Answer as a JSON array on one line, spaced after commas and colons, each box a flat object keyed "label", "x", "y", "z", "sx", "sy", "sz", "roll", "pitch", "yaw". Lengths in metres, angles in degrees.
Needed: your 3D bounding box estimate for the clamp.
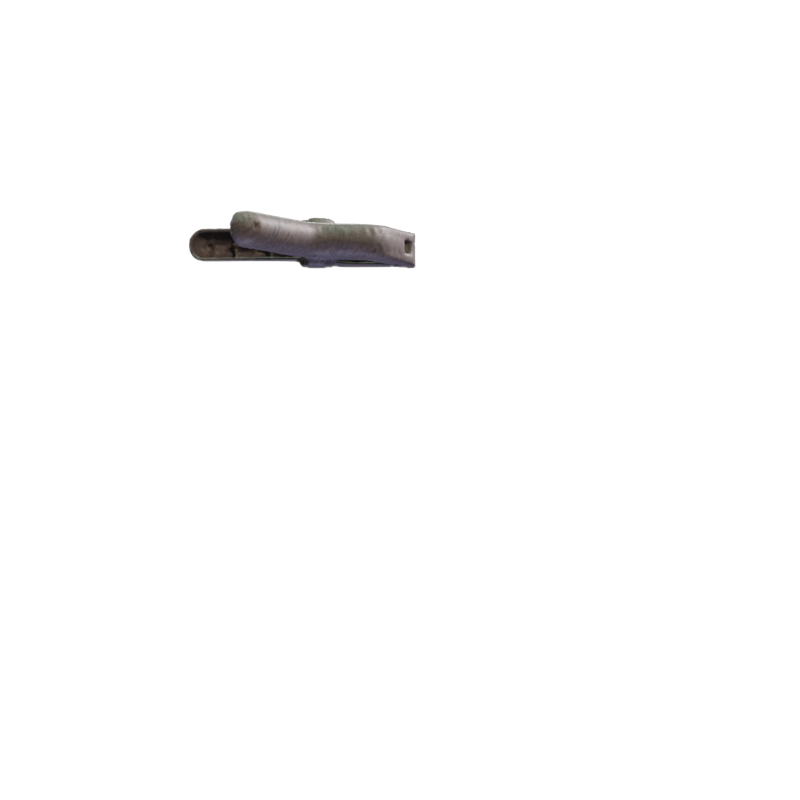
[{"label": "clamp", "x": -0.064, "y": -0.116, "z": 0.813, "sx": 0.168, "sy": 0.039, "sz": 0.123, "roll": -2, "pitch": 6, "yaw": -14}]
